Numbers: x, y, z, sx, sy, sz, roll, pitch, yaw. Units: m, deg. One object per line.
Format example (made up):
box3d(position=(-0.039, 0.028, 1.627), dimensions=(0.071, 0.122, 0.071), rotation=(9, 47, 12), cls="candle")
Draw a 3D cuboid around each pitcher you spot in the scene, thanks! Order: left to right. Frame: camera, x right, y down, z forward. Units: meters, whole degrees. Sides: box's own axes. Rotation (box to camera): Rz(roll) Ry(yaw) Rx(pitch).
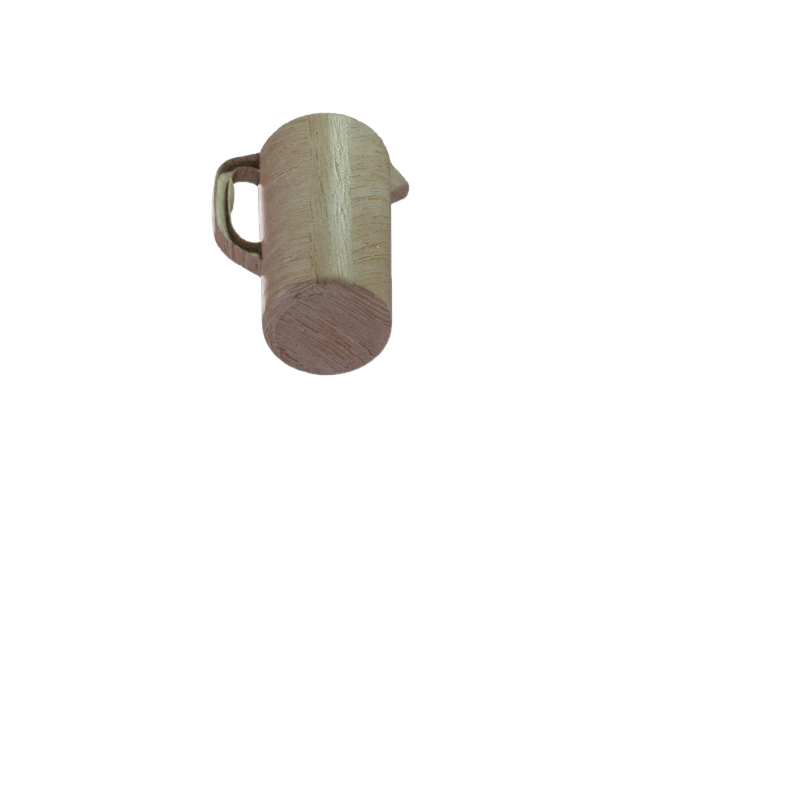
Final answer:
box3d(position=(-0.078, -0.143, 1.000), dimensions=(0.149, 0.261, 0.135), rotation=(-27, -52, 20), cls="pitcher")
